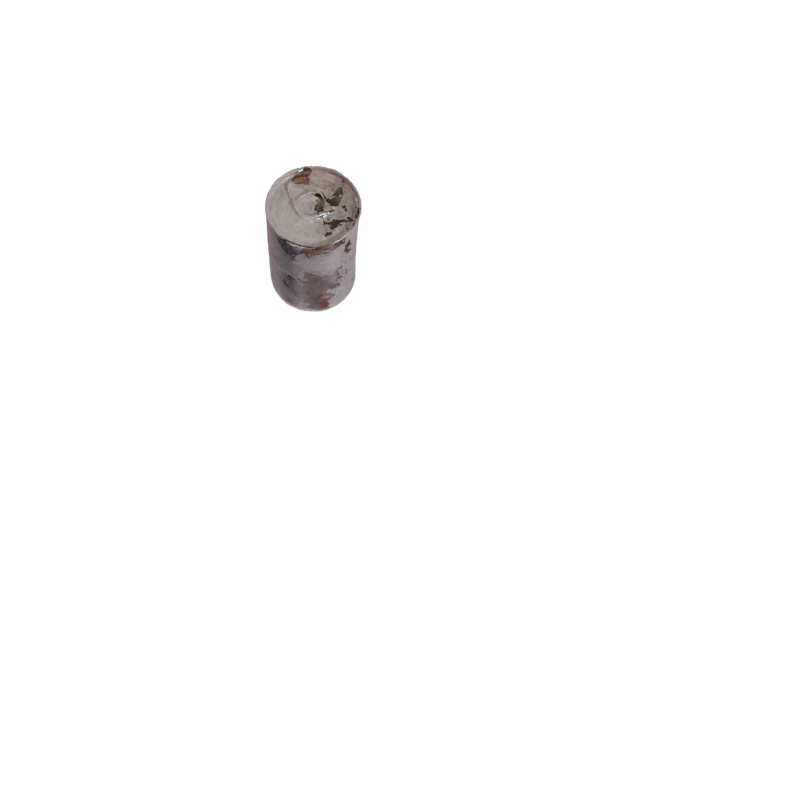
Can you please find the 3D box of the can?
[{"bbox_3d":[-0.064,-0.117,0.820,0.068,0.073,0.096,0,-26,-3],"label":"can"}]
